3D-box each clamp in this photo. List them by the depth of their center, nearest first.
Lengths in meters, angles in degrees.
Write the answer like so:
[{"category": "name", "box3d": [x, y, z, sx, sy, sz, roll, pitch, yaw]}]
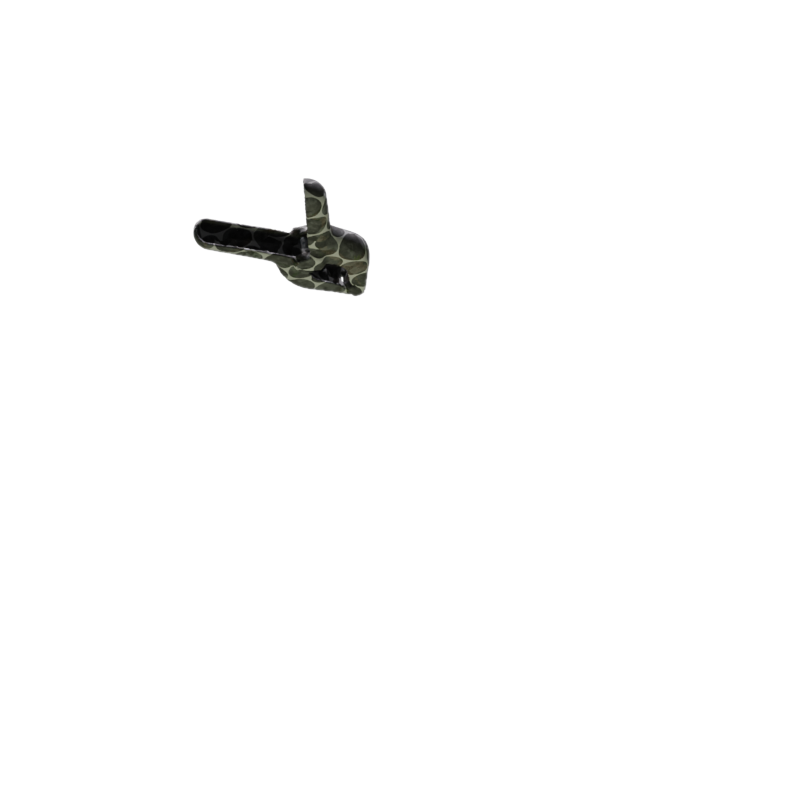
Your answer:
[{"category": "clamp", "box3d": [-0.072, -0.131, 0.915, 0.122, 0.041, 0.161, -13, -21, 39]}]
